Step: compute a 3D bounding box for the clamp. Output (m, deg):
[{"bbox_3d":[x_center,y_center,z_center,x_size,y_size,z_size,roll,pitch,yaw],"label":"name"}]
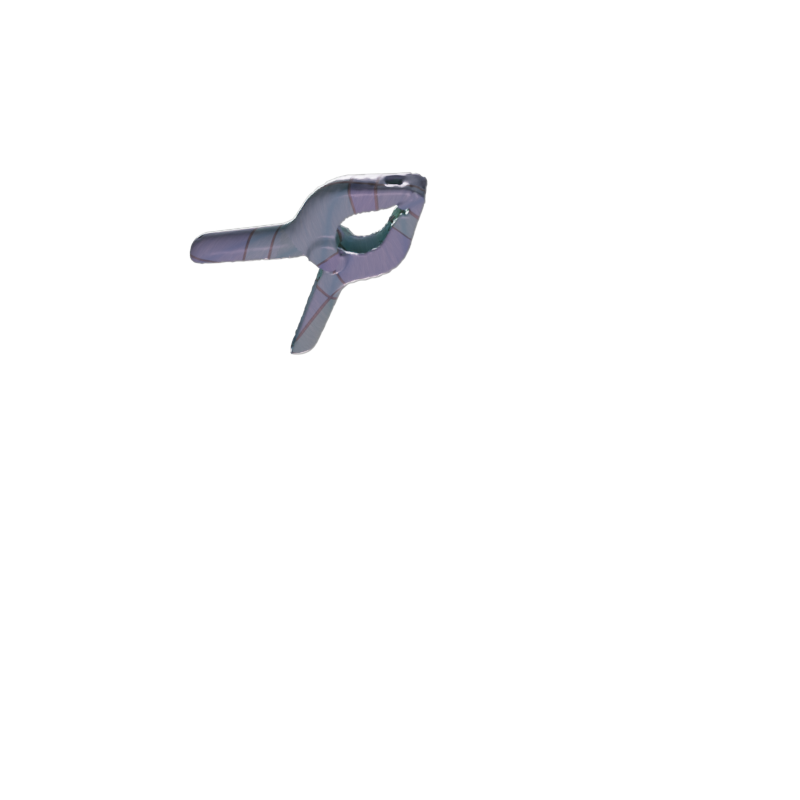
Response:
[{"bbox_3d":[-0.060,-0.109,0.764,0.114,0.042,0.169,35,-58,-26],"label":"clamp"}]
